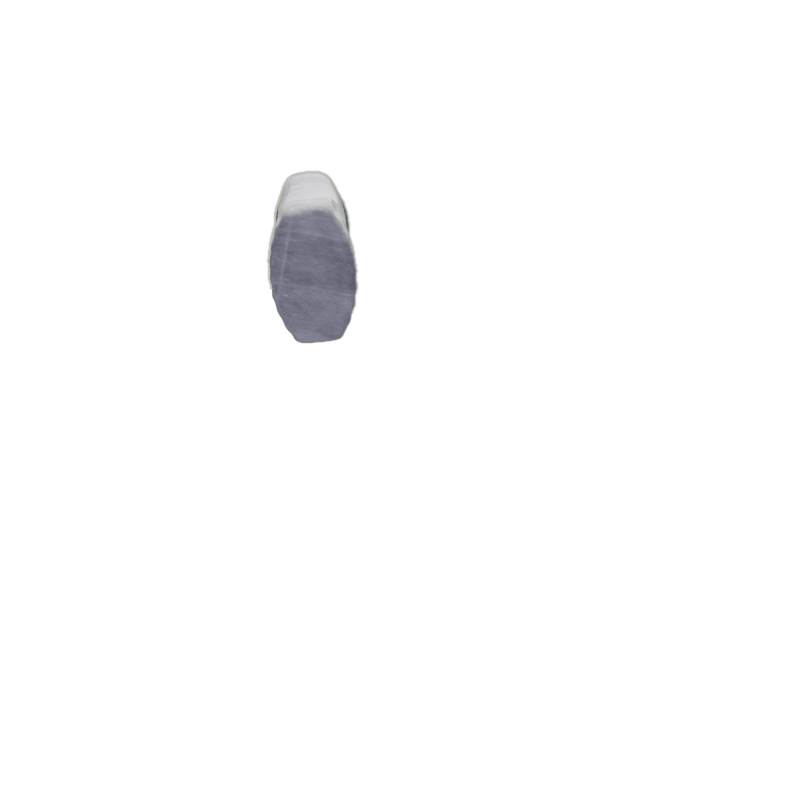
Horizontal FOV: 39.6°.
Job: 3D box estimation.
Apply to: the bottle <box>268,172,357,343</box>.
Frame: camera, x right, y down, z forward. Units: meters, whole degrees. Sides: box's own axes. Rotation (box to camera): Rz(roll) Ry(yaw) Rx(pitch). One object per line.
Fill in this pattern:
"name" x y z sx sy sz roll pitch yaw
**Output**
"bottle" -0.064 -0.116 0.813 0.058 0.092 0.200 -7 21 -1
